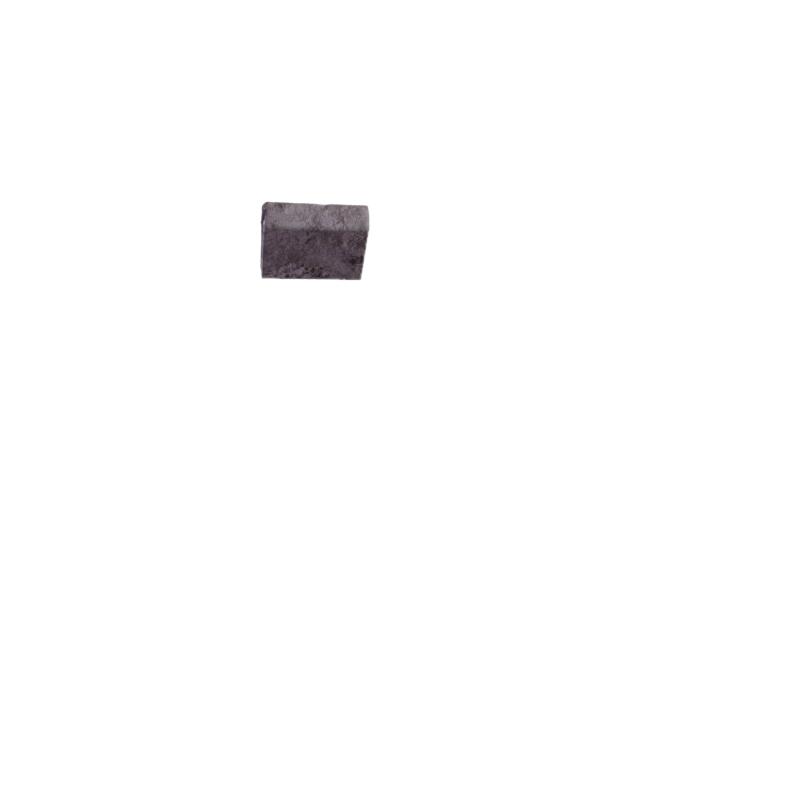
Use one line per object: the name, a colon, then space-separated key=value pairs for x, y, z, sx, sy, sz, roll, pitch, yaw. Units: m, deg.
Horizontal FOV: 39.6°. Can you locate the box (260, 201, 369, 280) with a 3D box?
box: x=-0.073 y=-0.133 z=0.934 sx=0.089 sy=0.032 sz=0.069 roll=2 pitch=-32 yaw=-4
